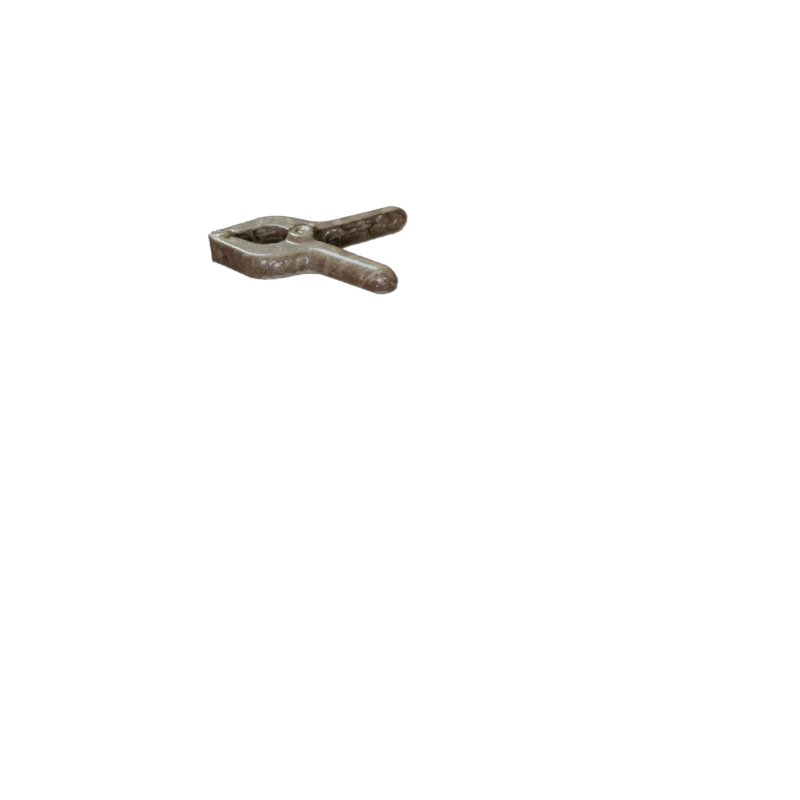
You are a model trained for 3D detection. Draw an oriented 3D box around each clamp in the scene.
[{"bbox_3d":[-0.074,-0.135,0.945,0.175,0.037,0.124,8,32,14],"label":"clamp"}]
